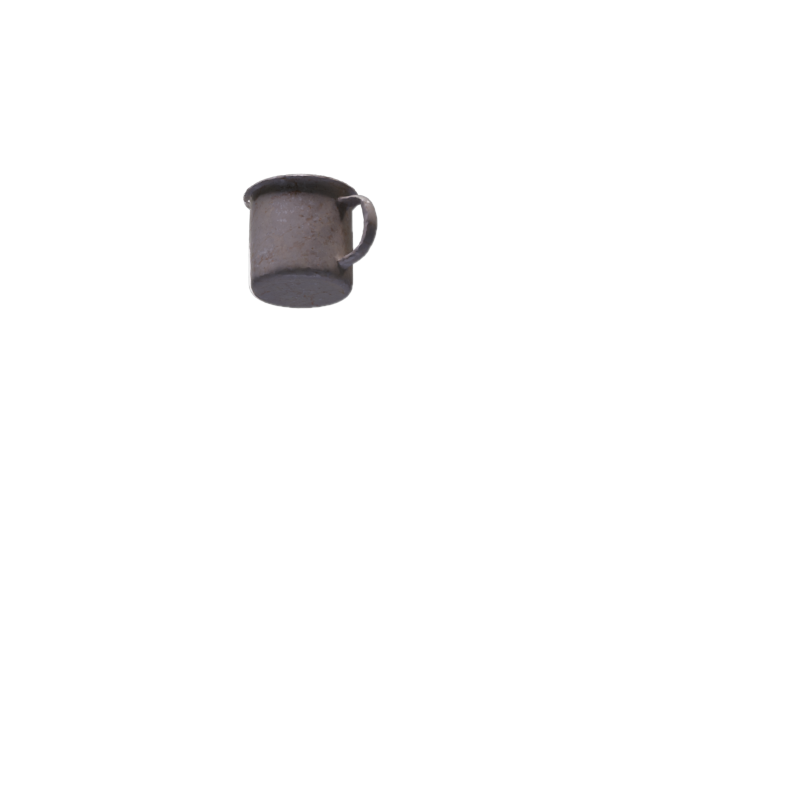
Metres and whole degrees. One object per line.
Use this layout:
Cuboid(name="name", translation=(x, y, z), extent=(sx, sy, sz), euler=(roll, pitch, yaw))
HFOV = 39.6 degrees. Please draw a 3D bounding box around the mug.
Cuboid(name="mug", translation=(-0.068, -0.124, 0.867), extent=(0.119, 0.085, 0.087), euler=(-11, -21, 31))
